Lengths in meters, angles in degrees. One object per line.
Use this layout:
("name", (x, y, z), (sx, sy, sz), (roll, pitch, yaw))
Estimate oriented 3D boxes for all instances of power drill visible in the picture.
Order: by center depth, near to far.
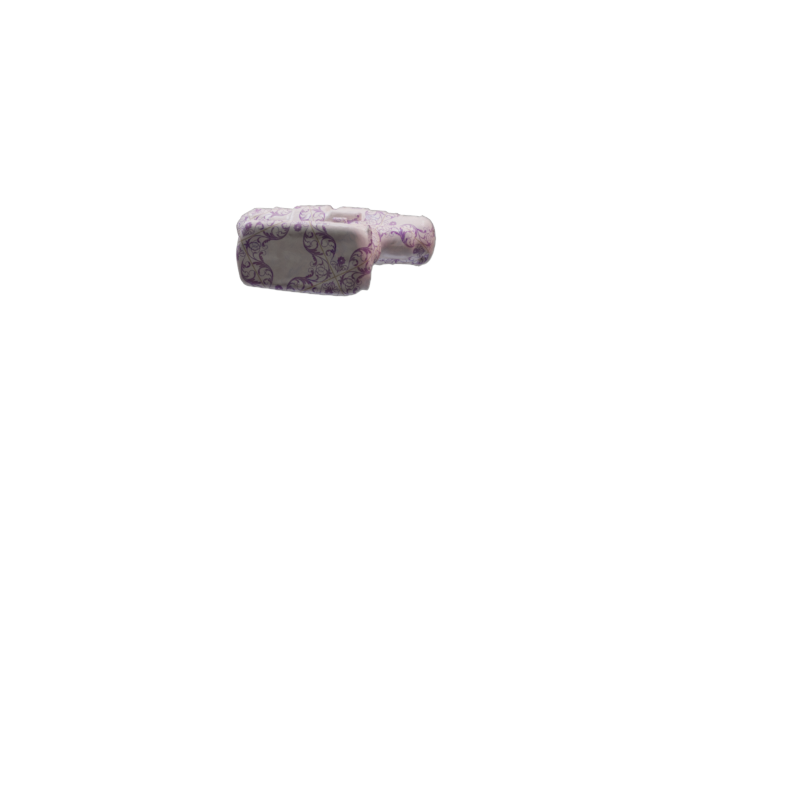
("power drill", (-0.074, -0.134, 0.940), (0.188, 0.056, 0.189), (4, 16, 13))
